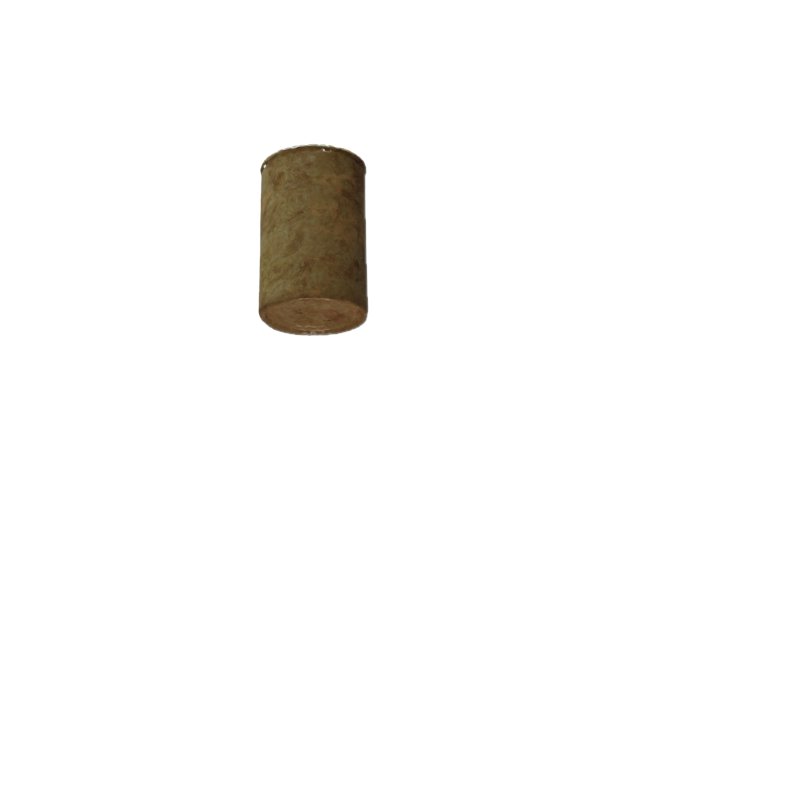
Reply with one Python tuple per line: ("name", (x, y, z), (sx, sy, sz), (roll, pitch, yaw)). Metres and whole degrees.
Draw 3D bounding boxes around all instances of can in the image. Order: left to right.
("can", (-0.054, -0.099, 0.690), (0.068, 0.108, 0.065), (0, -22, -2))
